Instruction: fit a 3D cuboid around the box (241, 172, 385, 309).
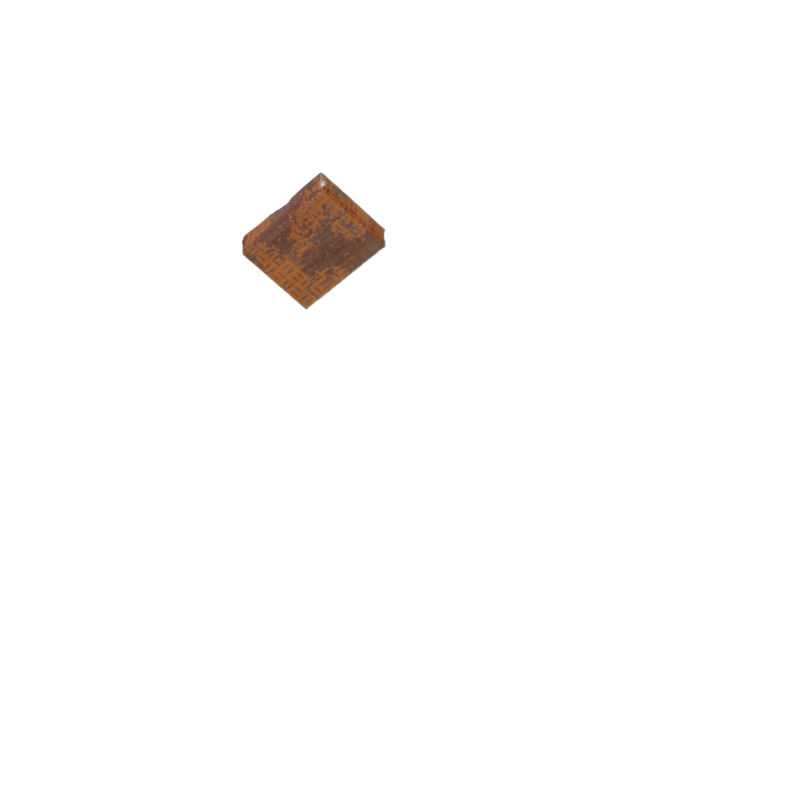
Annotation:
[{"bbox_3d":[-0.068,-0.123,0.864,0.088,0.069,0.032,-37,28,23],"label":"box"}]
